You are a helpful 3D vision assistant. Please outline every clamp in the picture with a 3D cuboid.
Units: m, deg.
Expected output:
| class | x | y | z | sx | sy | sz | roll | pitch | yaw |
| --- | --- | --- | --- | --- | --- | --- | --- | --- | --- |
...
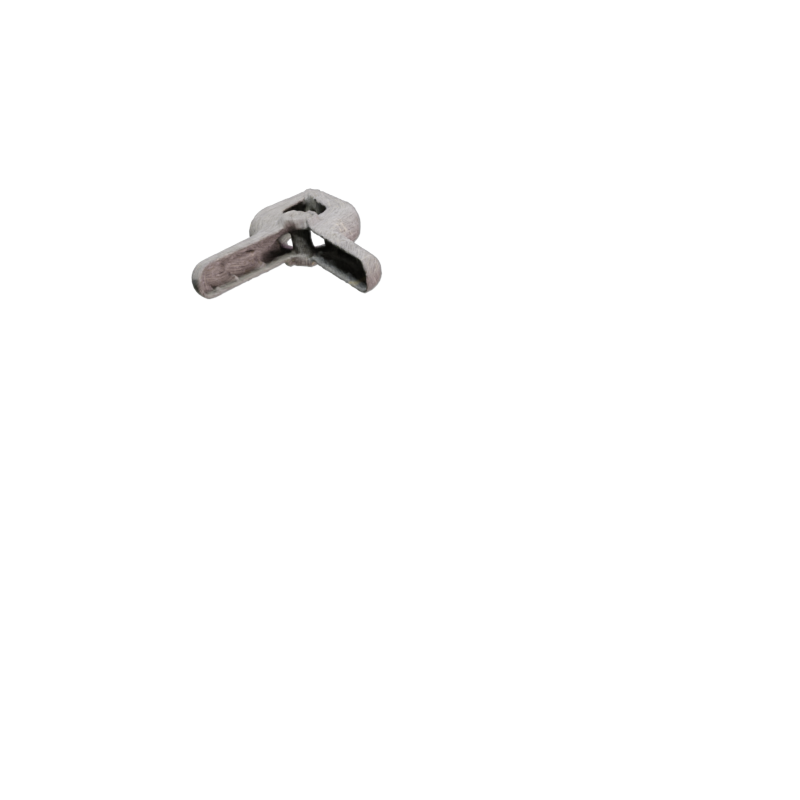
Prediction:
| class | x | y | z | sx | sy | sz | roll | pitch | yaw |
| --- | --- | --- | --- | --- | --- | --- | --- | --- | --- |
| clamp | -0.059 | -0.108 | 0.759 | 0.122 | 0.037 | 0.178 | 6 | 29 | 11 |
